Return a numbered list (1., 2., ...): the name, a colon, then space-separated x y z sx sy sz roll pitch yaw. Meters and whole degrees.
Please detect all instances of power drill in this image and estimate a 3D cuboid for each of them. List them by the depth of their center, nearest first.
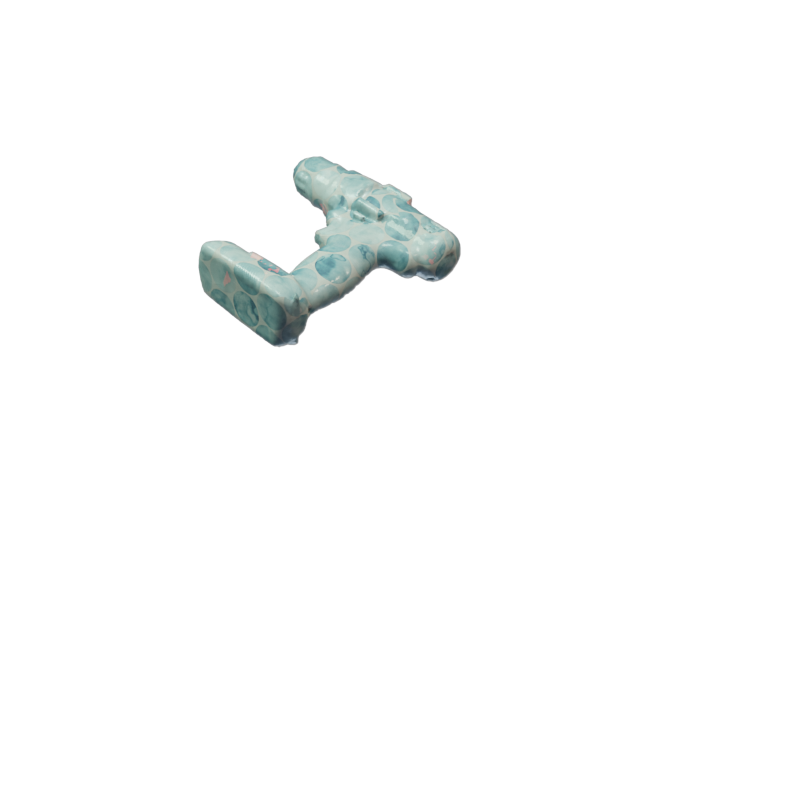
1. power drill: -0.072 -0.131 0.919 0.188 0.053 0.197 -32 50 -32
